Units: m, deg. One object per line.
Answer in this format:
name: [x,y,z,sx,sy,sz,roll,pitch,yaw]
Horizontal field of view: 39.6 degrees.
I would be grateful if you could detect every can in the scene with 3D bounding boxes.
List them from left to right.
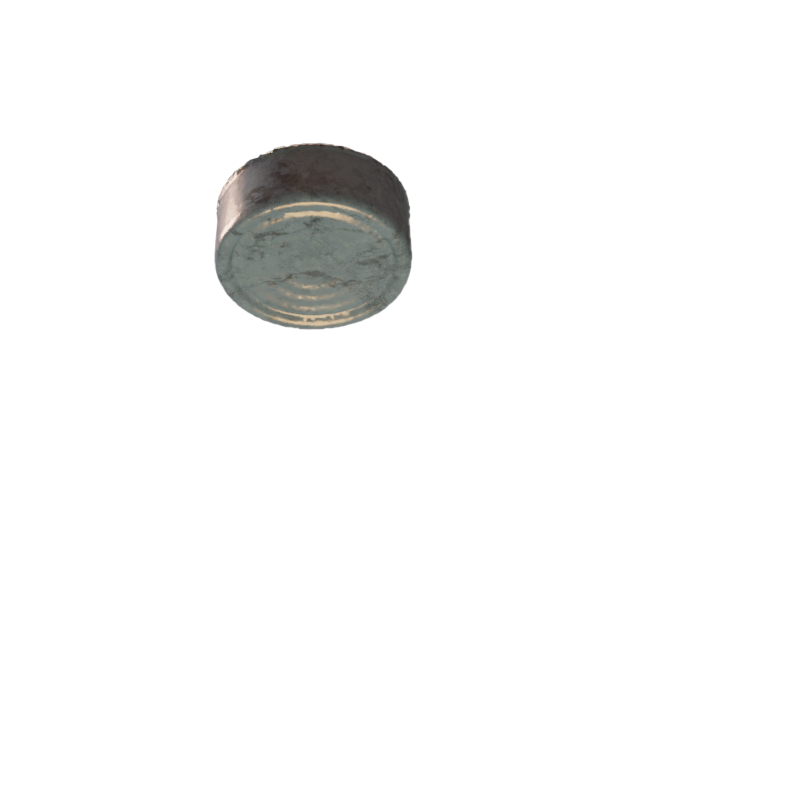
can: [-0.038,-0.069,0.480,0.086,0.036,0.080,1,-38,-2]
